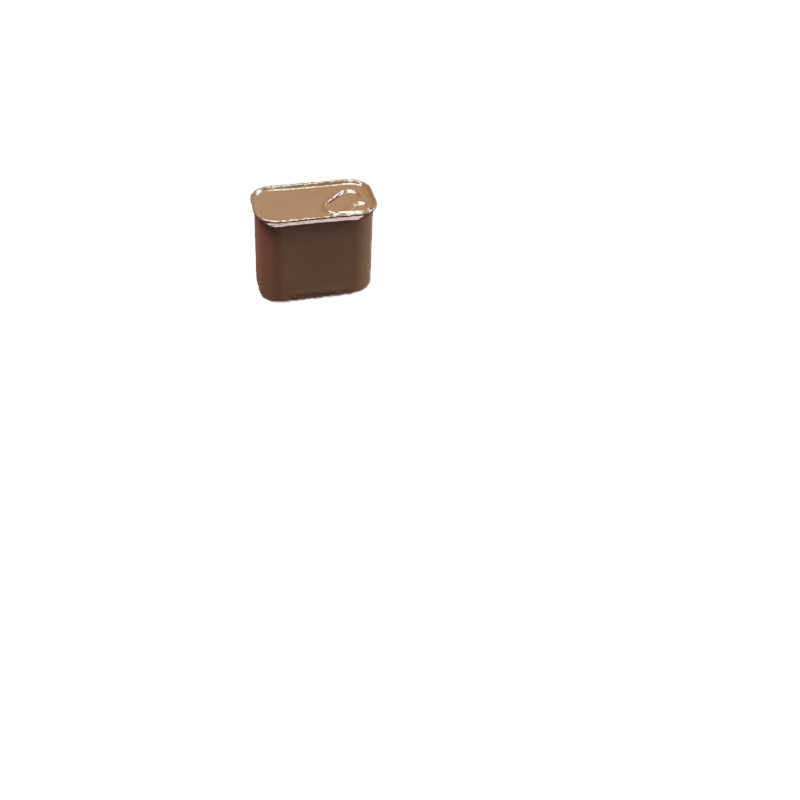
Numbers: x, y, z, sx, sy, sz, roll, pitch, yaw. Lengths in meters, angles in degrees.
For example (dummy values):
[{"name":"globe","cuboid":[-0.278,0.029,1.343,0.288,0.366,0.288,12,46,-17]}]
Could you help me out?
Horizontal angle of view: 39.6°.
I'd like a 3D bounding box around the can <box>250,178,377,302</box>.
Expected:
[{"name":"can","cuboid":[-0.073,-0.133,0.931,0.101,0.078,0.062,-7,37,-10]}]
